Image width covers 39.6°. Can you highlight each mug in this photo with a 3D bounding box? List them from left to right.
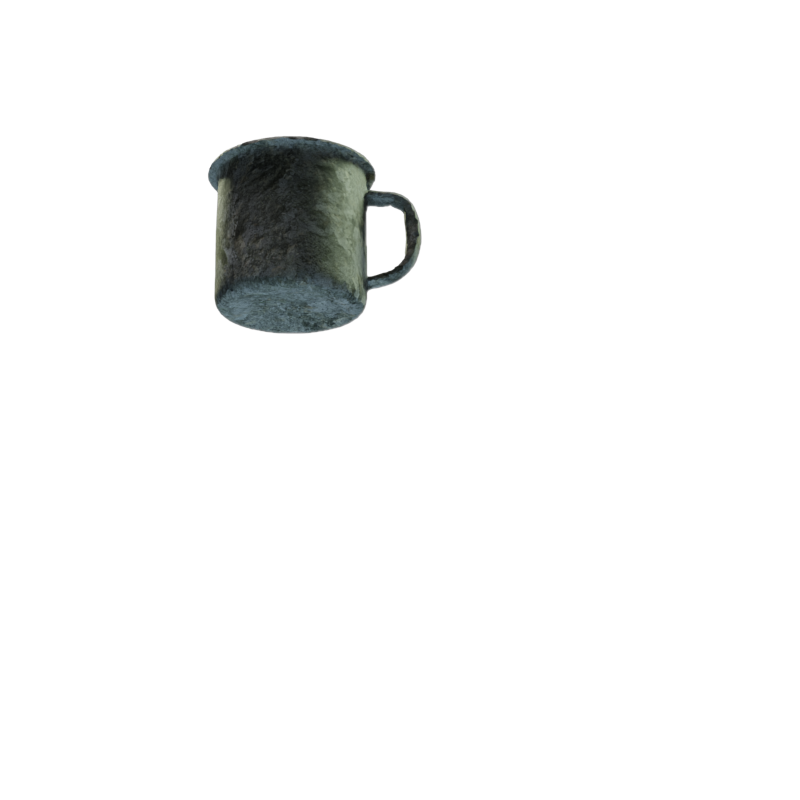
[{"bbox_3d":[-0.047,-0.086,0.602,0.117,0.086,0.089,0,-19,0],"label":"mug"}]
